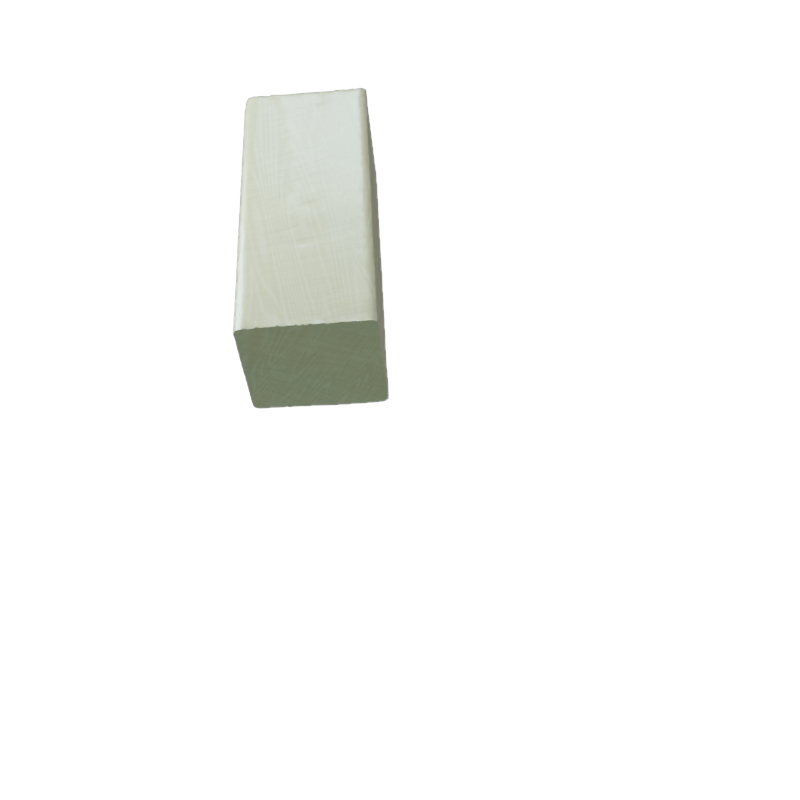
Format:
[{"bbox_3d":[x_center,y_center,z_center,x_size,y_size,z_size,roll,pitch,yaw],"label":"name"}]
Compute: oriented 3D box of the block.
[{"bbox_3d":[-0.060,-0.107,0.753,0.090,0.221,0.084,-5,-37,2],"label":"block"}]
